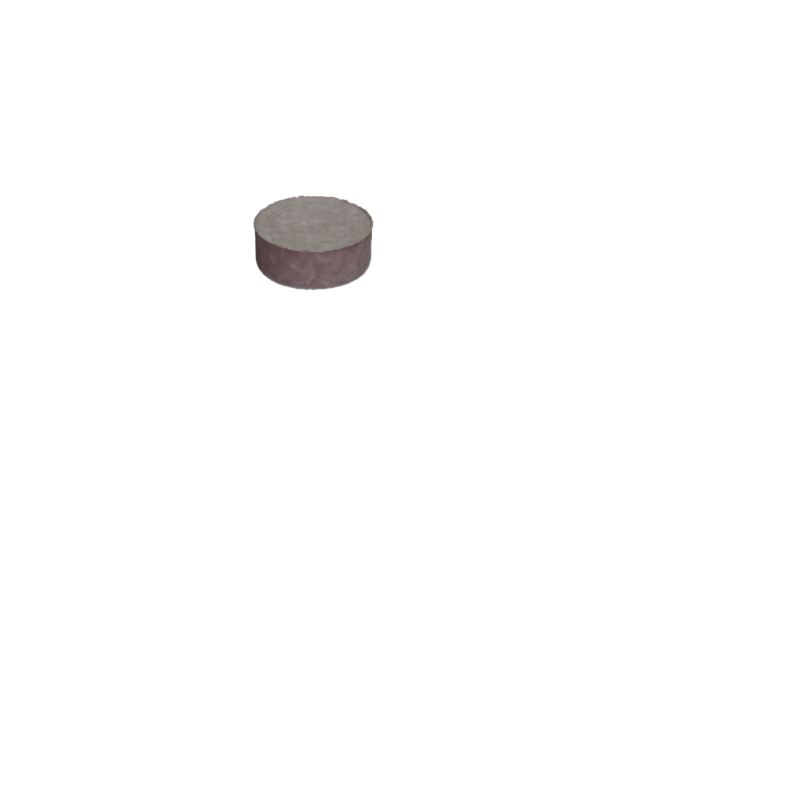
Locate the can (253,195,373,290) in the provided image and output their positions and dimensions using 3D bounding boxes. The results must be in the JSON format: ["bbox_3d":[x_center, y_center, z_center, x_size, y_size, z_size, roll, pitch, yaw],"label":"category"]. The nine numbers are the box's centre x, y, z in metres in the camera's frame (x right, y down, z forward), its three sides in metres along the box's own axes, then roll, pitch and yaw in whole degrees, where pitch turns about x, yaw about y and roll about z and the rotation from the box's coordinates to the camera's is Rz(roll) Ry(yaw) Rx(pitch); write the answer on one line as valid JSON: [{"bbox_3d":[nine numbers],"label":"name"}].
[{"bbox_3d":[-0.063,-0.114,0.801,0.086,0.031,0.092,-1,34,-2],"label":"can"}]
